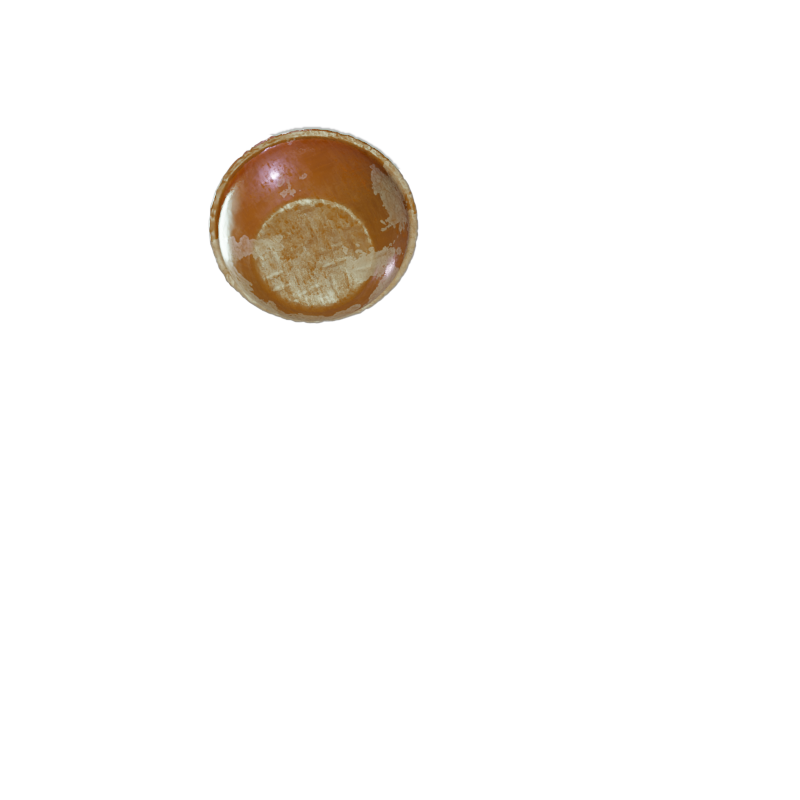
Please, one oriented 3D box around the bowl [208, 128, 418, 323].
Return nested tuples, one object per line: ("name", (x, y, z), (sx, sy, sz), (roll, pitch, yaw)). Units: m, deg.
("bowl", (-0.065, -0.119, 0.830), (0.162, 0.154, 0.058), (1, 25, -1))
